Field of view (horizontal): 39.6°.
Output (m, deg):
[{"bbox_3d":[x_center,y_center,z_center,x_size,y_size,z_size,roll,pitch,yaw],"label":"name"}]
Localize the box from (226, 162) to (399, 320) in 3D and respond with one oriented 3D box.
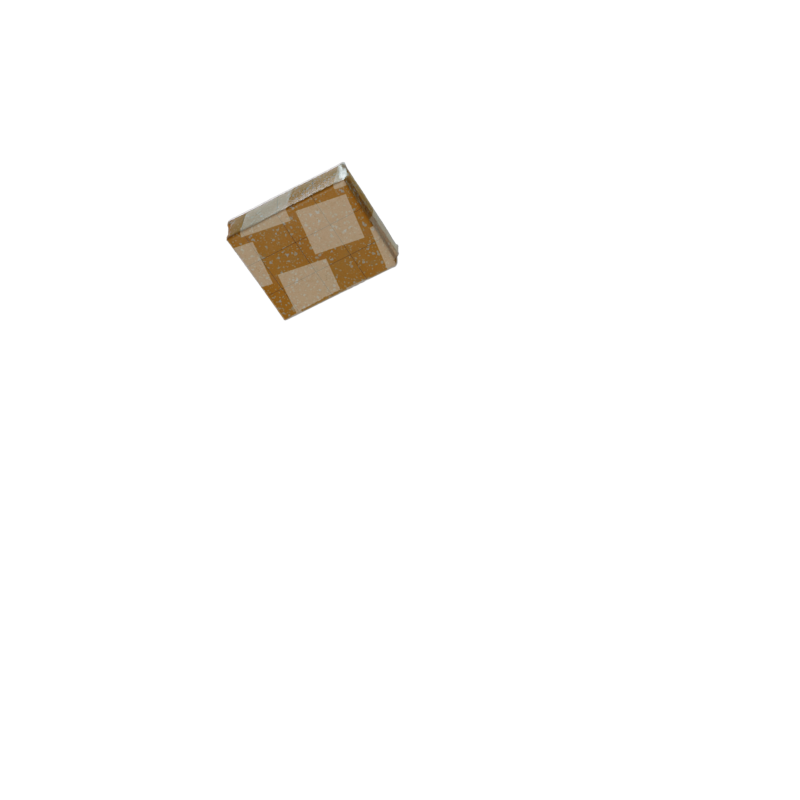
[{"bbox_3d":[-0.056,-0.103,0.718,0.089,0.068,0.032,-25,30,15],"label":"box"}]
